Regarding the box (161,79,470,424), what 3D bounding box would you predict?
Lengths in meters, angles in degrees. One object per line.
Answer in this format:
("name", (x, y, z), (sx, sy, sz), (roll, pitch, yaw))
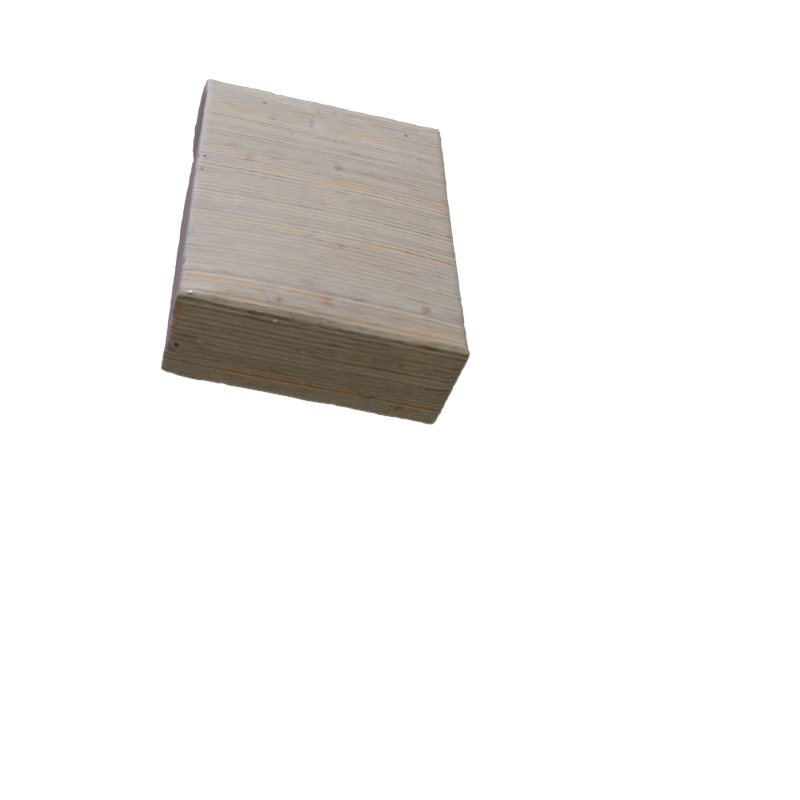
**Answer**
("box", (-0.054, -0.098, 0.684), (0.161, 0.068, 0.230), (9, 43, -12))
